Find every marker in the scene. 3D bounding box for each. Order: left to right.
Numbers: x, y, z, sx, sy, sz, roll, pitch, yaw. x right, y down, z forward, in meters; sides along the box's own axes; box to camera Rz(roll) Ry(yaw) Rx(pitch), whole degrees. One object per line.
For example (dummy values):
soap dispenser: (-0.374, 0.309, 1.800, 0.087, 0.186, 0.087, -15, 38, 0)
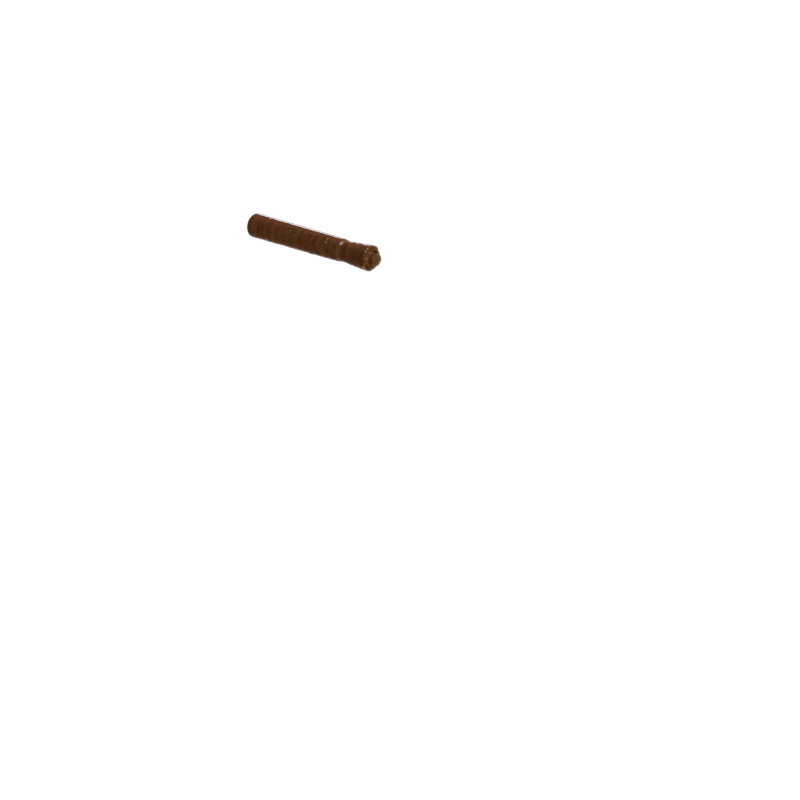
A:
marker: (-0.063, -0.115, 0.807, 0.128, 0.019, 0.019, 21, 16, 37)
